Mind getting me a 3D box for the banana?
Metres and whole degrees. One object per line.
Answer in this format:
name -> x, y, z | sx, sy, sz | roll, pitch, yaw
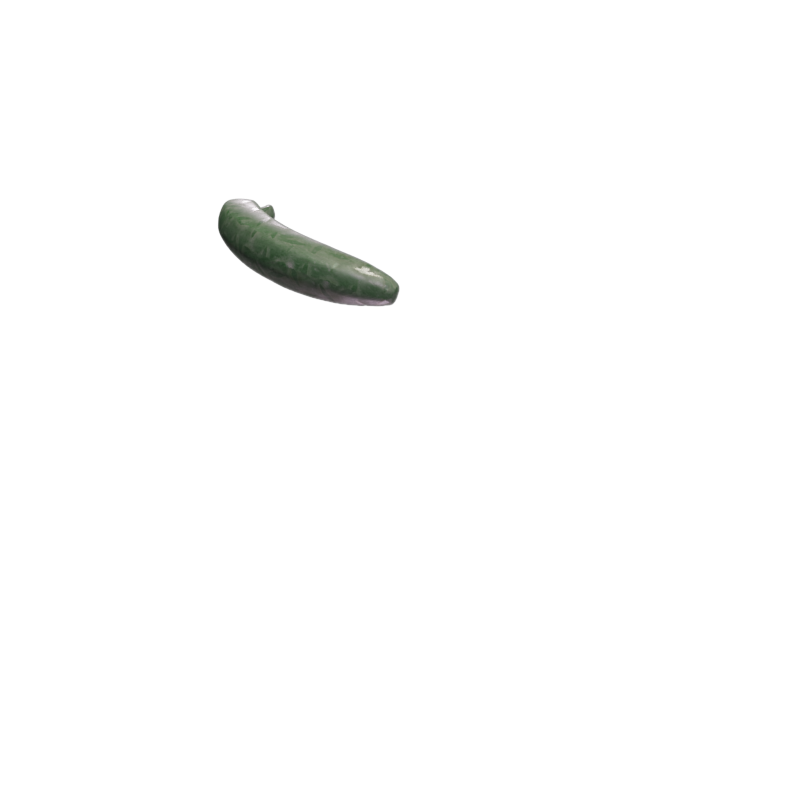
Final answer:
banana -> -0.078, -0.107, 0.763 | 0.068, 0.035, 0.212 | -14, 31, -26
